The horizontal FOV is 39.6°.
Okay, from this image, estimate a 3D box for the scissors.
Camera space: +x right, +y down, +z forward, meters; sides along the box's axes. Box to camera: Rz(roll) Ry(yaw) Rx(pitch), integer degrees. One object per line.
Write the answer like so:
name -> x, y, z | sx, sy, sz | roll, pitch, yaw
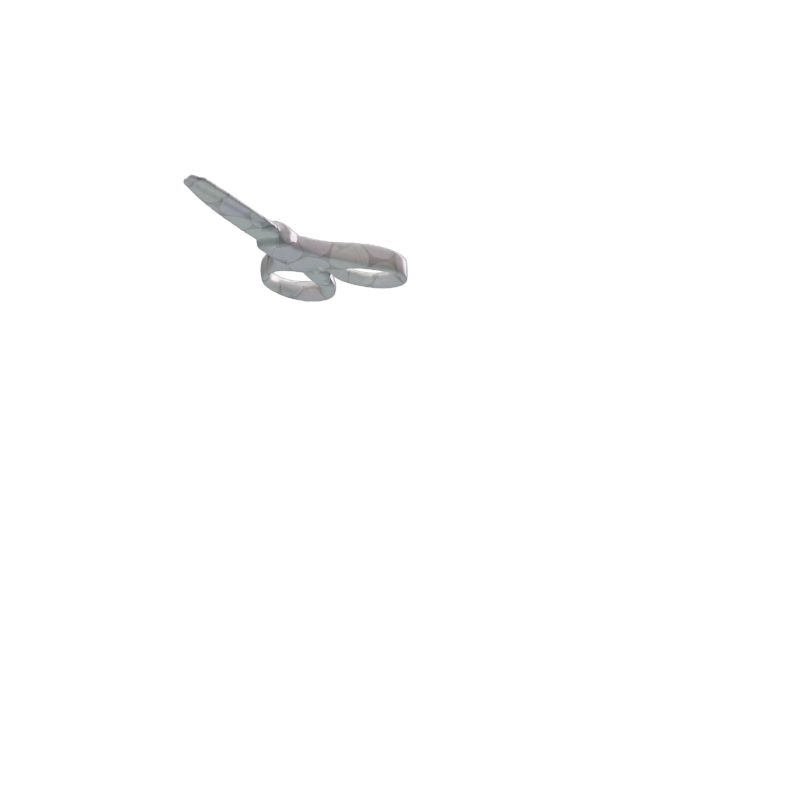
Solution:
scissors -> -0.047, -0.085, 0.598 | 0.097, 0.016, 0.194 | -1, -10, 4
